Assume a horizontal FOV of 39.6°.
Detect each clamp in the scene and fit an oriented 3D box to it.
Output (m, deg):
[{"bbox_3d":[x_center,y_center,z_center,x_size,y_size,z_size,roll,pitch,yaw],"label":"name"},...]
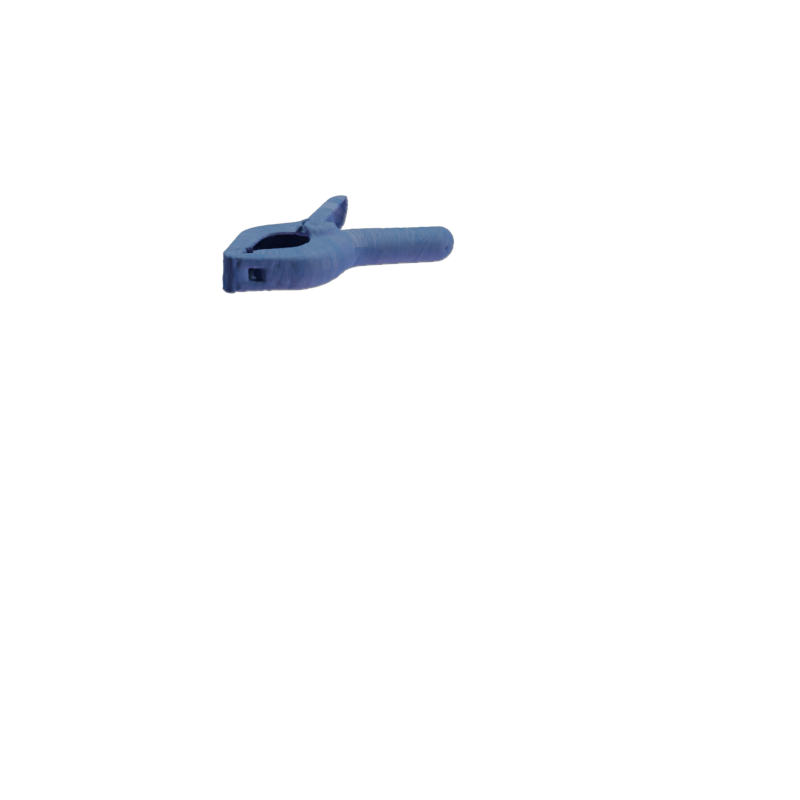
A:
[{"bbox_3d":[-0.061,-0.112,0.783,0.167,0.038,0.128,-14,24,-34],"label":"clamp"}]
